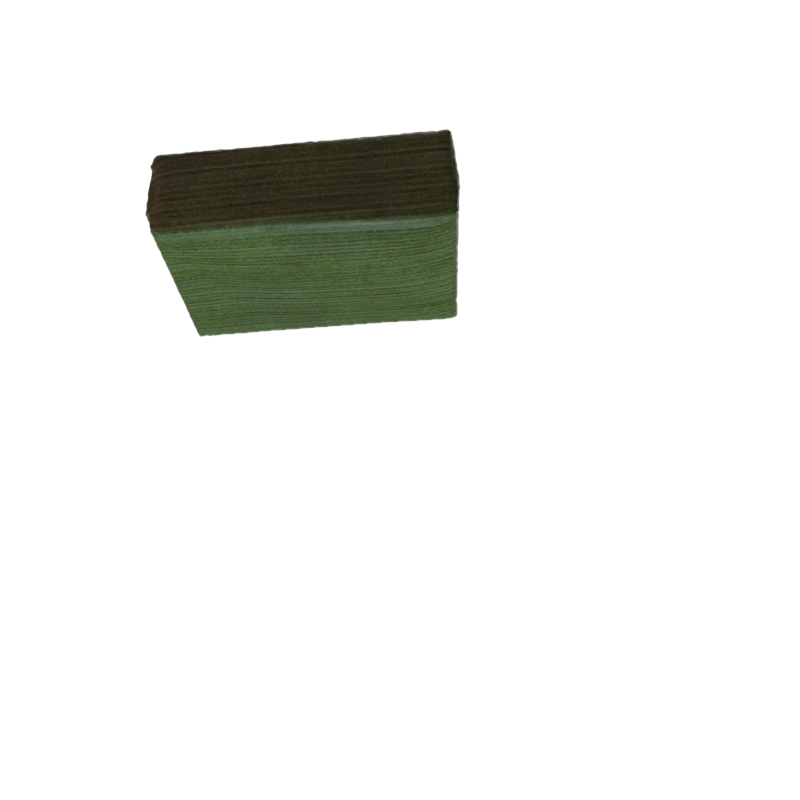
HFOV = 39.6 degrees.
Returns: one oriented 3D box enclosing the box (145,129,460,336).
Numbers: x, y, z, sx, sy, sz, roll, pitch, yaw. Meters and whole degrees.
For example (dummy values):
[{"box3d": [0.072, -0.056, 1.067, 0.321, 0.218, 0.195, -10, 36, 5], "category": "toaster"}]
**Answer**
[{"box3d": [-0.034, -0.062, 0.434, 0.114, 0.041, 0.084, -2, -23, 4], "category": "box"}]
